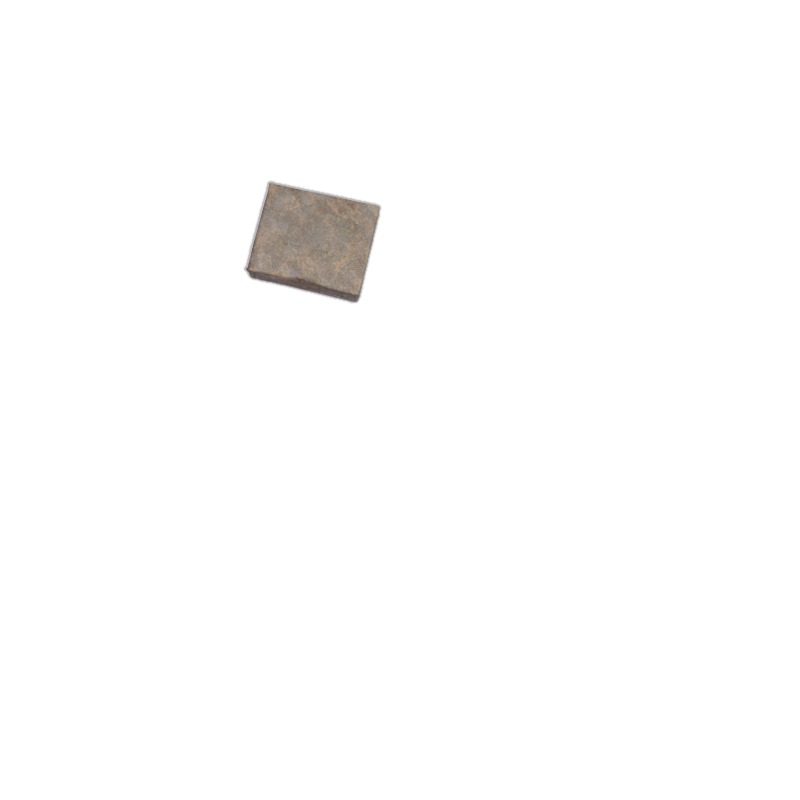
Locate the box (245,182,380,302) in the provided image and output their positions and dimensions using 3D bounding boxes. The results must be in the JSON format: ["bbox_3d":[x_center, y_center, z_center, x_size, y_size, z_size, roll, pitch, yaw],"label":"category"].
[{"bbox_3d":[-0.067,-0.121,0.849,0.090,0.075,0.029,13,-14,3],"label":"box"}]
